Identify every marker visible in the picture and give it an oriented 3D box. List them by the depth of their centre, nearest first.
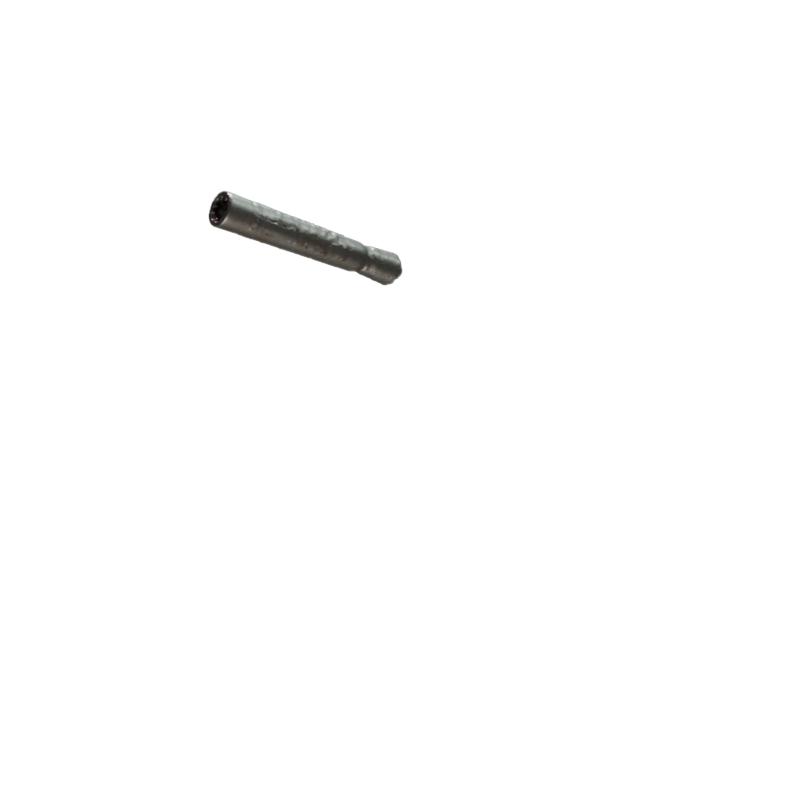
[{"bbox_3d":[-0.045,-0.083,0.580,0.114,0.020,0.021,15,-6,-37],"label":"marker"}]
